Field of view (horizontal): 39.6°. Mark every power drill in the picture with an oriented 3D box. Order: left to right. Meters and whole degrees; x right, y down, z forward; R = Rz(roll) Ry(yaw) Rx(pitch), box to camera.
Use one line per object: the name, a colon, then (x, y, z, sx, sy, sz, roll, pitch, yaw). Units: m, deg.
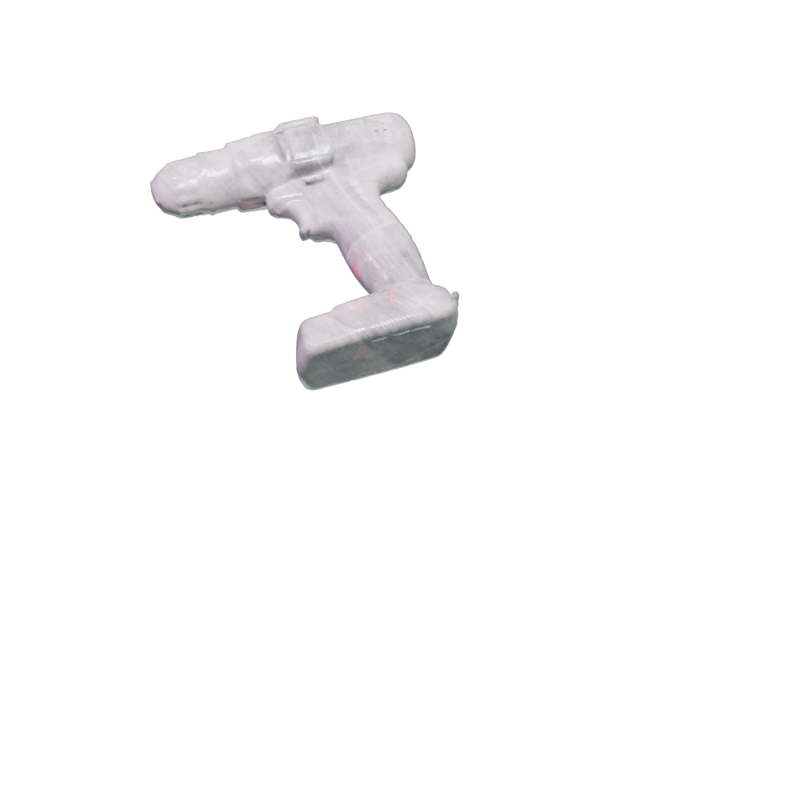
power drill: (-0.056, -0.103, 0.721, 0.183, 0.202, 0.054, -15, -31, -10)
